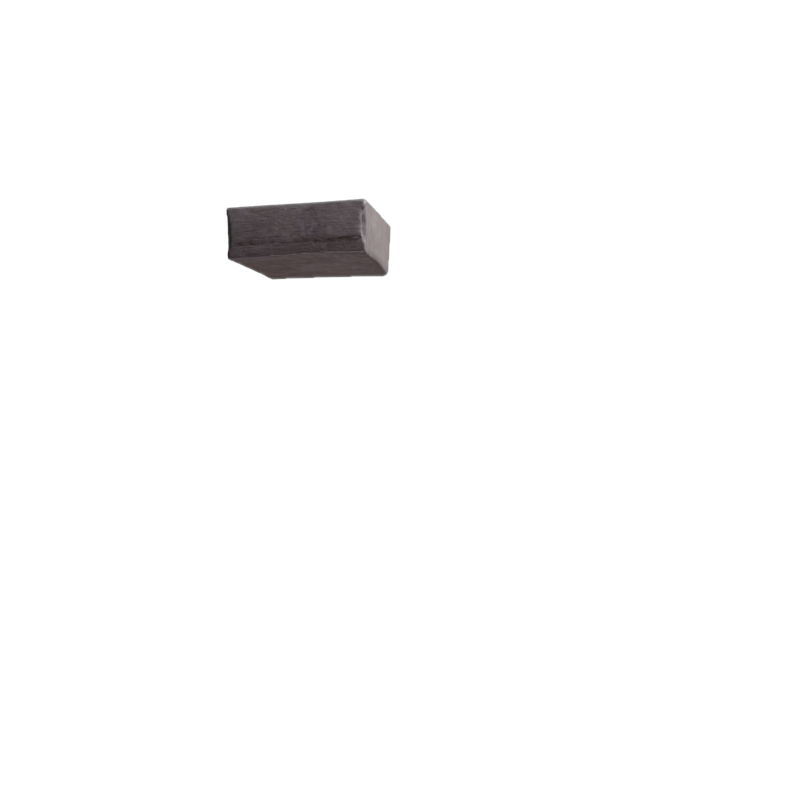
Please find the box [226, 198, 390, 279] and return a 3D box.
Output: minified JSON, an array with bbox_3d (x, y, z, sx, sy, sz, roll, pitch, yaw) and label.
[{"bbox_3d":[-0.058,-0.105,0.738,0.091,0.040,0.110,-1,-3,10],"label":"box"}]
